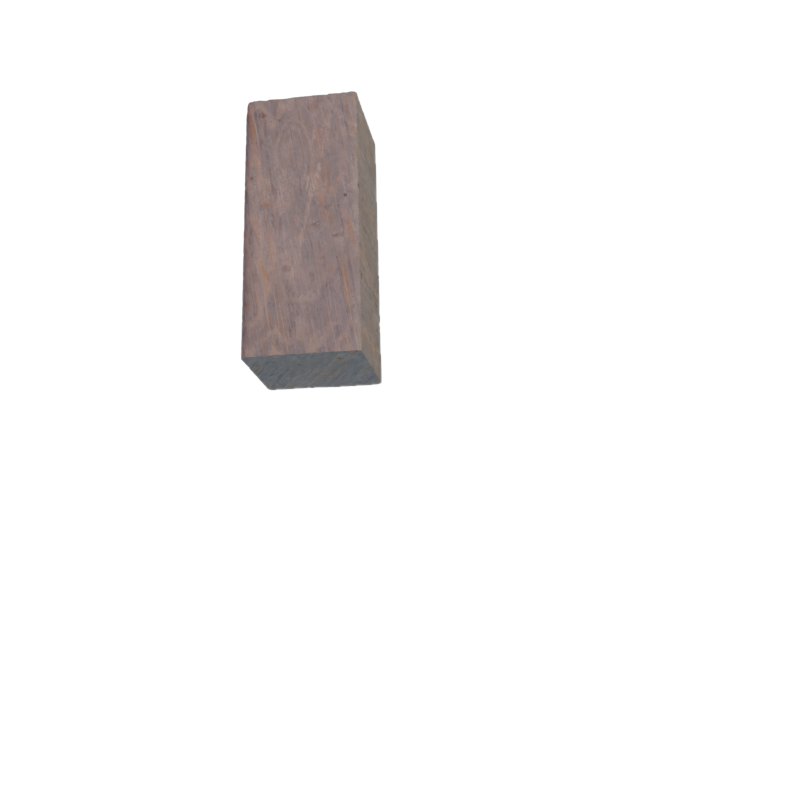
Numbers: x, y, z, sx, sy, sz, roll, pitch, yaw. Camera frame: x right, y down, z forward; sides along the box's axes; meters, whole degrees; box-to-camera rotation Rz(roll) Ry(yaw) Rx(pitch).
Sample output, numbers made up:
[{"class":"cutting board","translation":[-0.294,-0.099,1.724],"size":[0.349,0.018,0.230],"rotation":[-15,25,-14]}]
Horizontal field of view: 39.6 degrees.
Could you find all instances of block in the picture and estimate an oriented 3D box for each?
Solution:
[{"class":"block","translation":[-0.067,-0.121,0.848],"size":[0.091,0.217,0.085],"rotation":[-5,-21,9]}]
